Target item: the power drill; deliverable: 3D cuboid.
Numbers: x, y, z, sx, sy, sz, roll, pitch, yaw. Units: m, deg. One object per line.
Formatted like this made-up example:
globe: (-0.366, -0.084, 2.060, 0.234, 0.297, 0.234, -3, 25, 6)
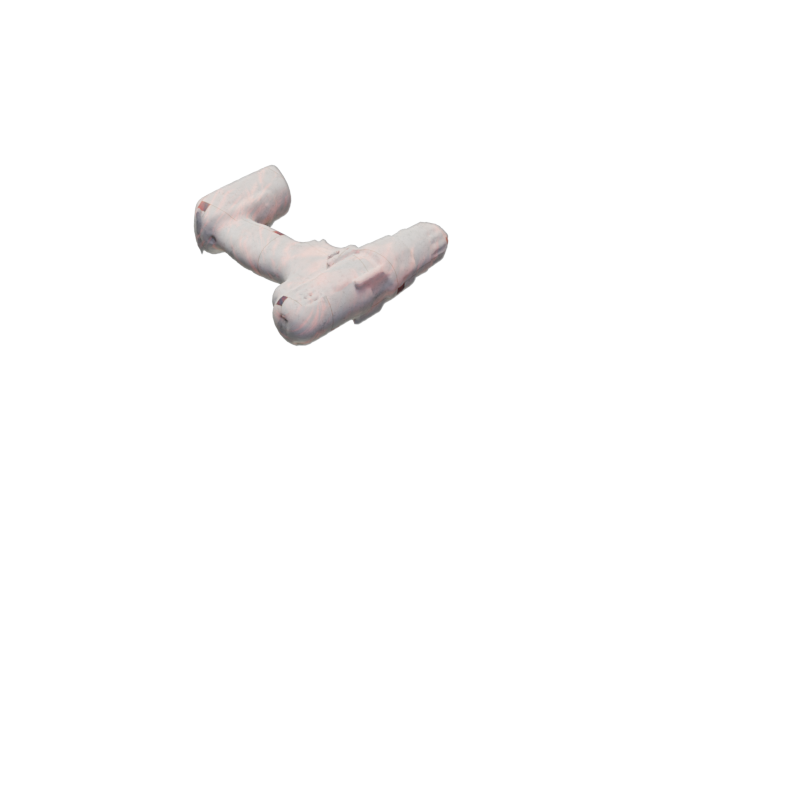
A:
power drill: (-0.076, -0.139, 0.976, 0.184, 0.054, 0.201, -31, 49, -32)
